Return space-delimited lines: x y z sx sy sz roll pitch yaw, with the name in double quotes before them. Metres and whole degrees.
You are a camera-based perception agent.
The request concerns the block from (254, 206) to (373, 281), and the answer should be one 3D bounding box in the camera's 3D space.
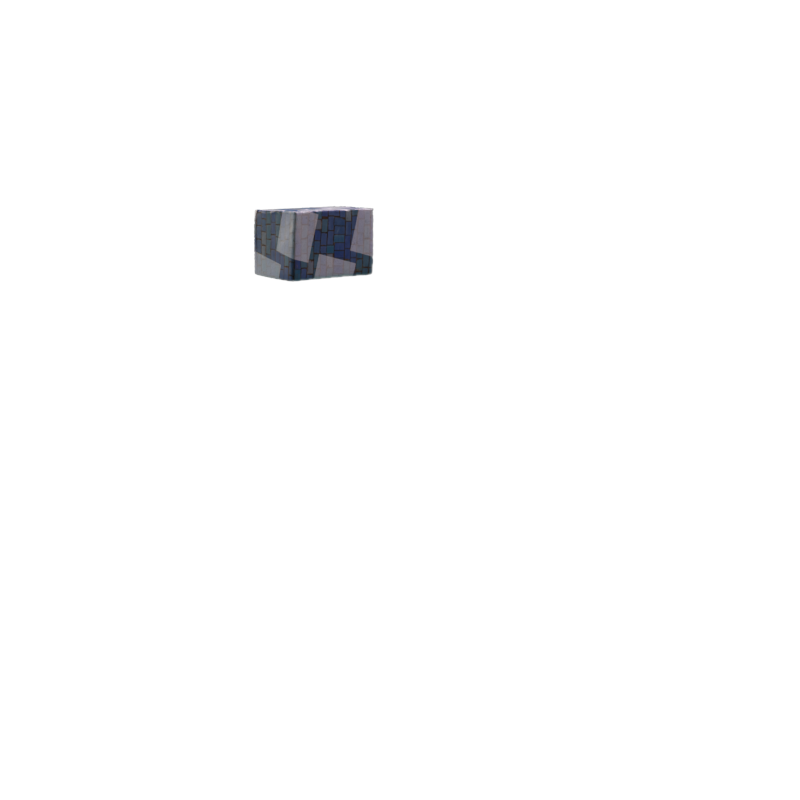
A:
"block" -0.066 -0.120 0.841 0.076 0.050 0.055 -9 13 -40
